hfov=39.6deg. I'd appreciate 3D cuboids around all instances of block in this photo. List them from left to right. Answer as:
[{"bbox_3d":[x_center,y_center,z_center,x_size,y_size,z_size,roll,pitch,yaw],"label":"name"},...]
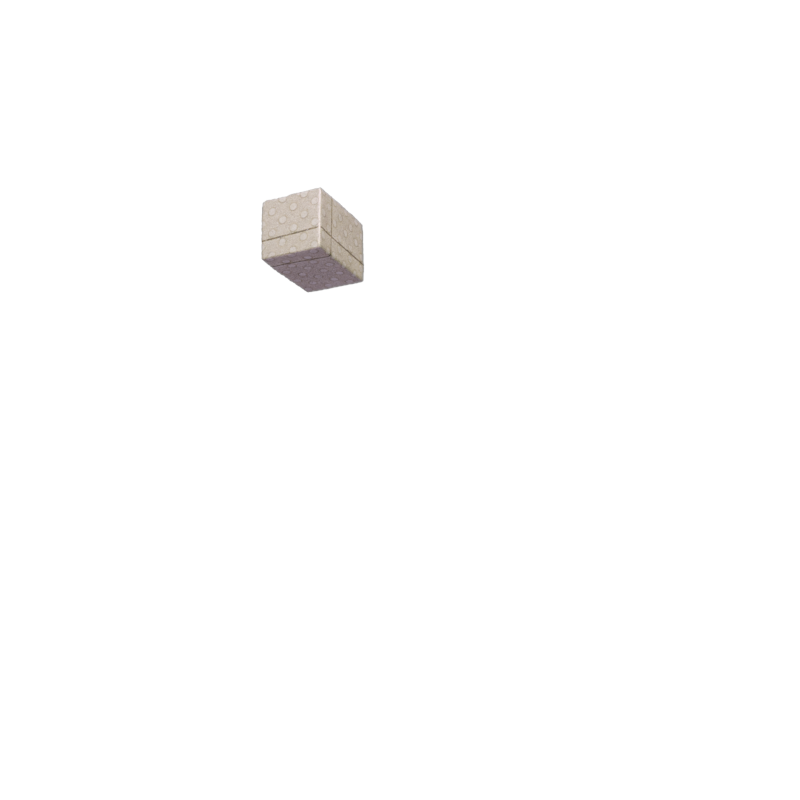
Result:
[{"bbox_3d":[-0.068,-0.124,0.868,0.054,0.054,0.073,-10,-22,23],"label":"block"}]
